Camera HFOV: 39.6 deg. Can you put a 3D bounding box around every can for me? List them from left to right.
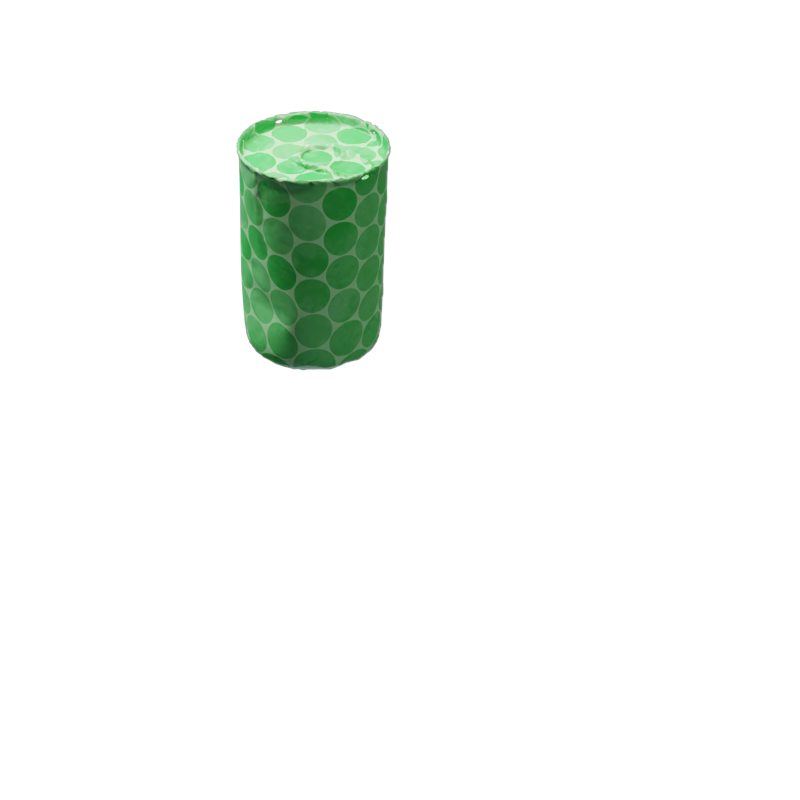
[{"bbox_3d":[-0.040,-0.073,0.513,0.068,0.096,0.073,0,35,-3],"label":"can"}]
